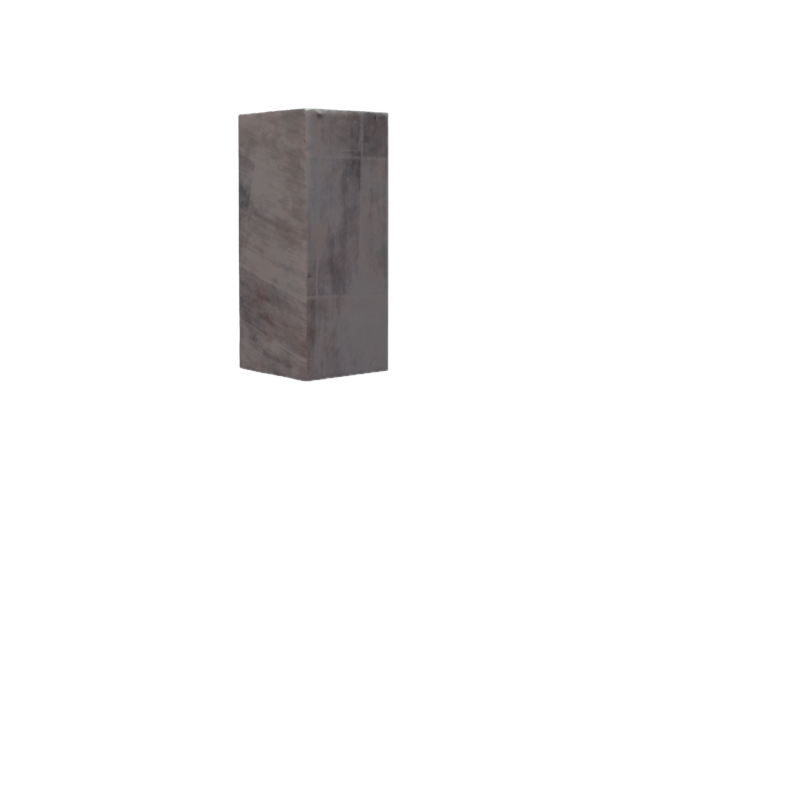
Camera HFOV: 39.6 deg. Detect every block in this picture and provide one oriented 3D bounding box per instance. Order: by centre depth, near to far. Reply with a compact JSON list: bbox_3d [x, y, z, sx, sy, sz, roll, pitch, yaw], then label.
[{"bbox_3d":[-0.069,-0.127,0.890,0.087,0.205,0.094,-3,5,-41],"label":"block"}]
